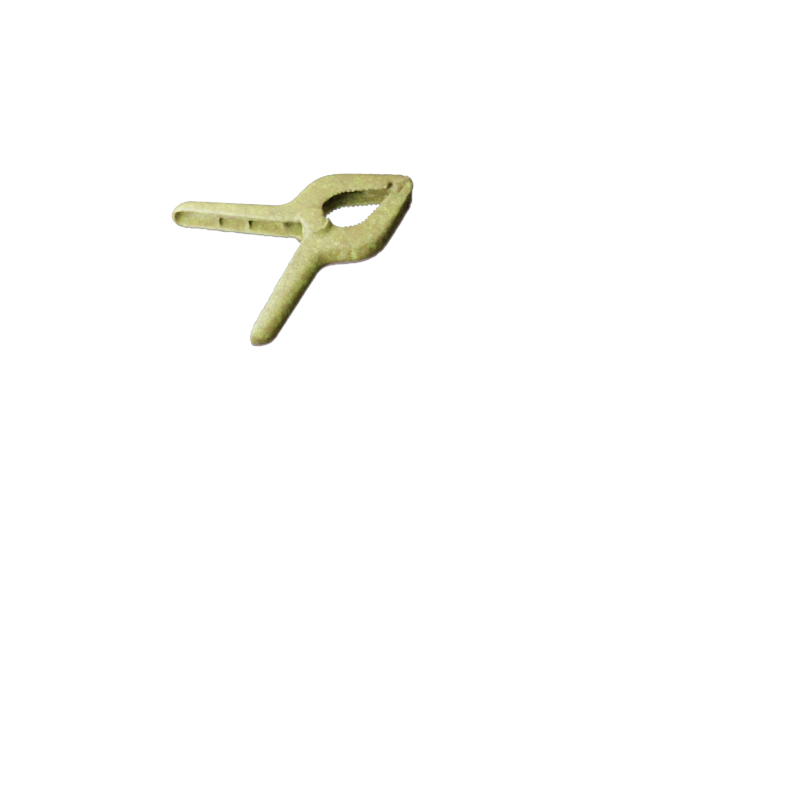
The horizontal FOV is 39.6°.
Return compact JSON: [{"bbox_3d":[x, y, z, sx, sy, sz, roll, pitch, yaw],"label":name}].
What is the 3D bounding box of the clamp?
[{"bbox_3d":[-0.076,-0.138,0.965,0.208,0.177,0.034,-20,-33,-14],"label":"clamp"}]
